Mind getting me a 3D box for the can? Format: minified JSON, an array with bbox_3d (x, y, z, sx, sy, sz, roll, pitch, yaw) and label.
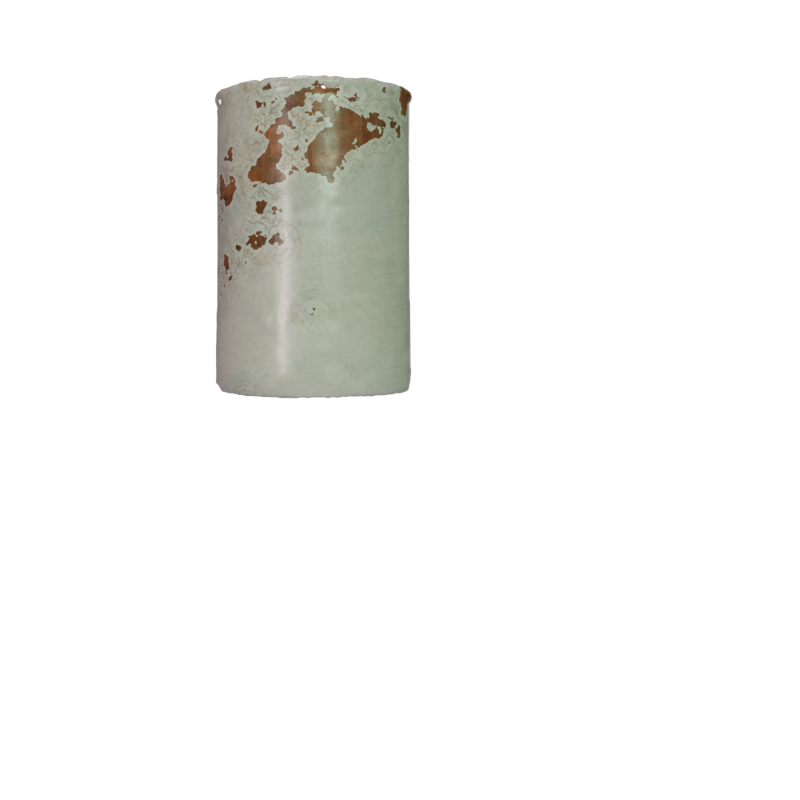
[{"bbox_3d":[-0.030,-0.054,0.382,0.068,0.103,0.068,0,-1,-2],"label":"can"}]
